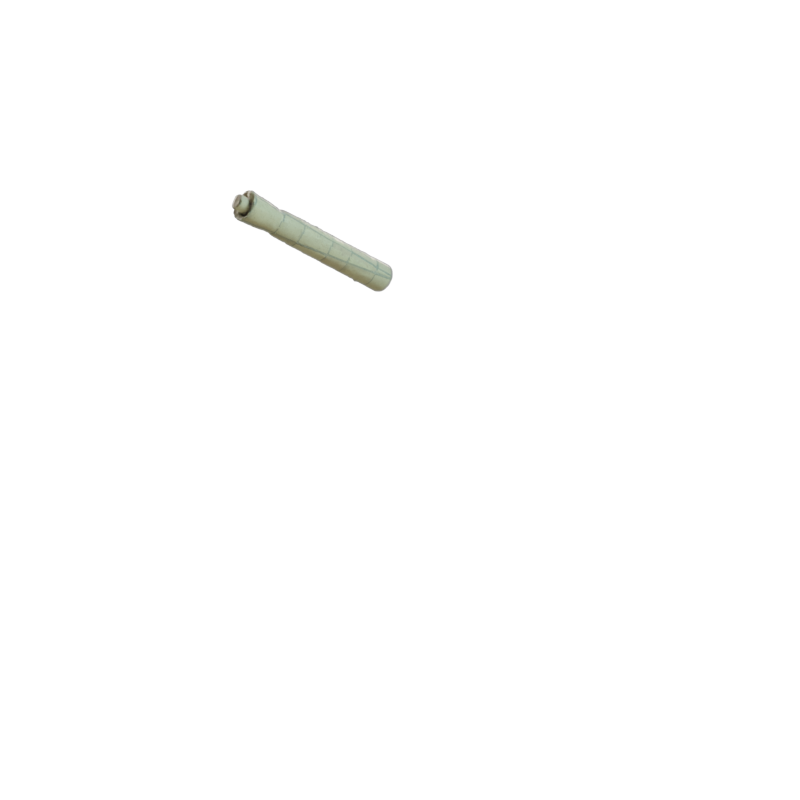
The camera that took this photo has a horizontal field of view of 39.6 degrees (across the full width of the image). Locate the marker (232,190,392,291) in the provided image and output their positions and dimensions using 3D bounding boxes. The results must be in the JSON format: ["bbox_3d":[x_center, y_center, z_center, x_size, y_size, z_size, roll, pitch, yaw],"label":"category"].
[{"bbox_3d":[-0.052,-0.095,0.665,0.113,0.020,0.021,24,-12,-38],"label":"marker"}]
